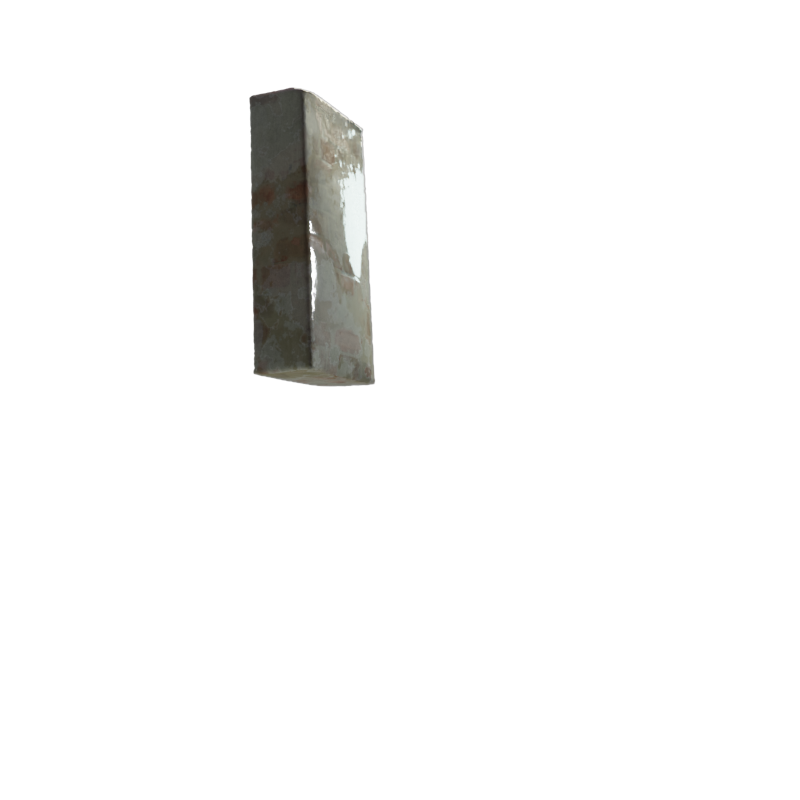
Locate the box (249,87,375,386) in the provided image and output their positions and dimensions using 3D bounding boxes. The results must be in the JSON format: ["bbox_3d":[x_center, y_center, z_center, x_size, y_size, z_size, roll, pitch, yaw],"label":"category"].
[{"bbox_3d":[-0.055,-0.100,0.700,0.049,0.182,0.088,-6,-13,24],"label":"box"}]
